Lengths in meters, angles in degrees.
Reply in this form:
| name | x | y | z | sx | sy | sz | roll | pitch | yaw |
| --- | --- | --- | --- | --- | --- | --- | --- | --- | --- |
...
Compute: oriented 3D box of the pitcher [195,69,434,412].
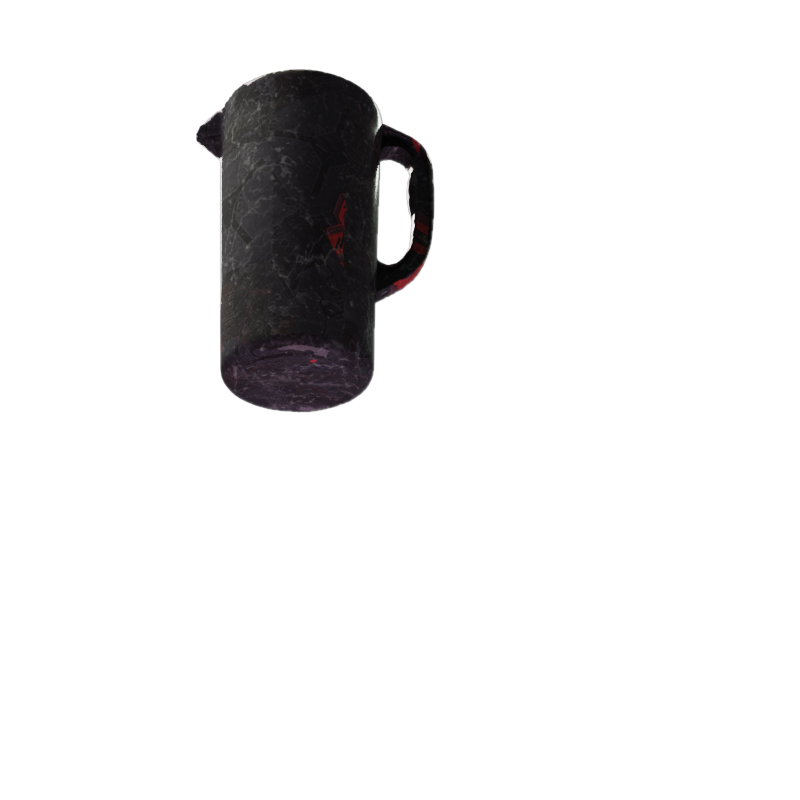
| name | x | y | z | sx | sy | sz | roll | pitch | yaw |
| --- | --- | --- | --- | --- | --- | --- | --- | --- | --- |
| pitcher | -0.066 | -0.120 | 0.838 | 0.150 | 0.259 | 0.135 | -21 | -36 | 29 |
